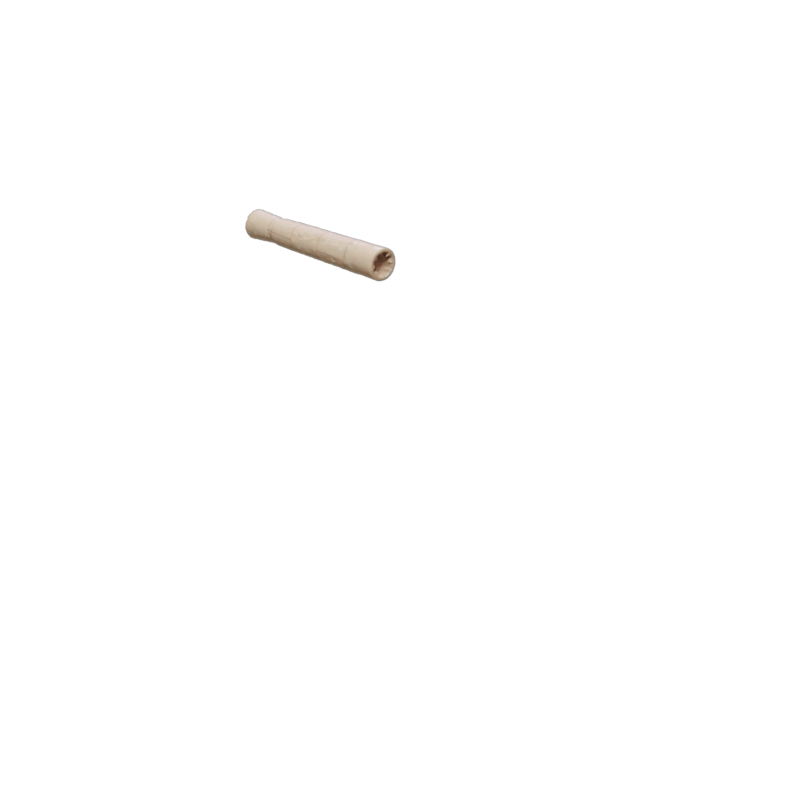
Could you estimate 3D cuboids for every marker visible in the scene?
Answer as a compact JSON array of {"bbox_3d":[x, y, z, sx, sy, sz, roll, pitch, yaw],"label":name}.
[{"bbox_3d":[-0.050,-0.091,0.640,0.019,0.019,0.129,-3,19,-41],"label":"marker"}]
